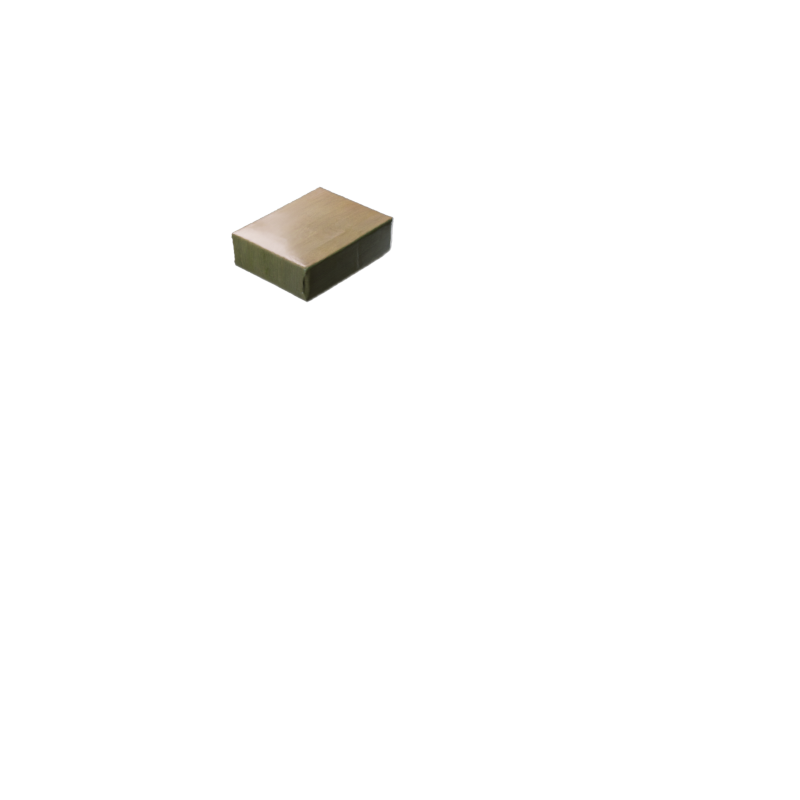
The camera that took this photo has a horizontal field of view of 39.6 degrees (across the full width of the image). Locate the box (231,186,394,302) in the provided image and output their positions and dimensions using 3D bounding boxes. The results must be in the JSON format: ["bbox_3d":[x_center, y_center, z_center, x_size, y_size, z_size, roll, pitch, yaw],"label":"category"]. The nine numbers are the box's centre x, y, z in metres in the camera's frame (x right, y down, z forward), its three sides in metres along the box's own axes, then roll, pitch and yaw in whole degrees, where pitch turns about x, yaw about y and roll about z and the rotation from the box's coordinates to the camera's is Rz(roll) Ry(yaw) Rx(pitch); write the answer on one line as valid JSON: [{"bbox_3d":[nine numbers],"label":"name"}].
[{"bbox_3d":[-0.075,-0.136,0.955,0.096,0.036,0.114,27,44,32],"label":"box"}]
